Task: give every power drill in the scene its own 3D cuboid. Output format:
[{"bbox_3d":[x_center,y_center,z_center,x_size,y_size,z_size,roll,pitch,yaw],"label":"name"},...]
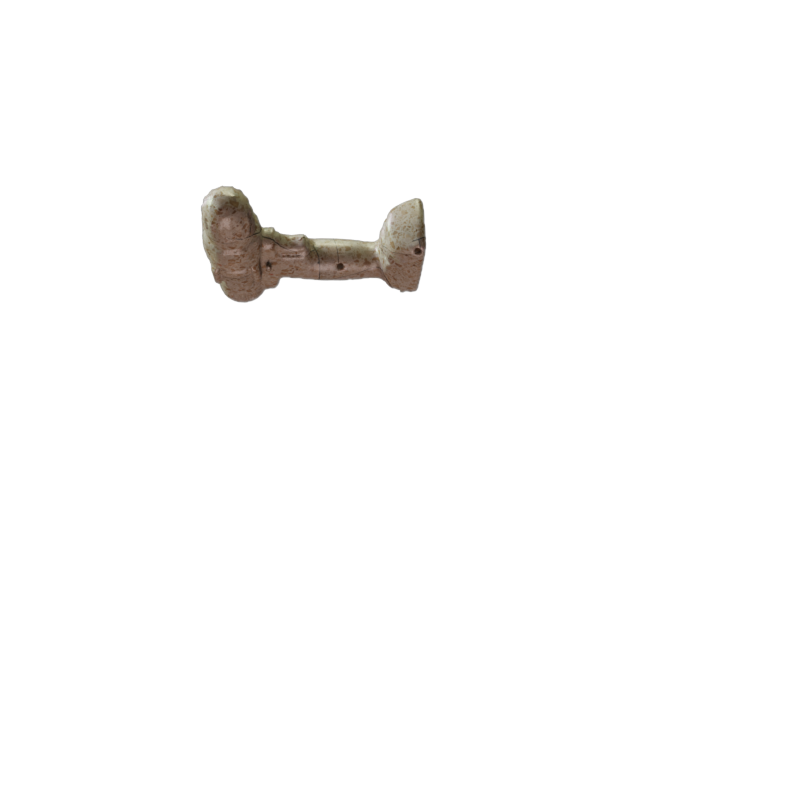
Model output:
[{"bbox_3d":[-0.074,-0.135,0.949,0.188,0.060,0.177,0,-15,0],"label":"power drill"}]
